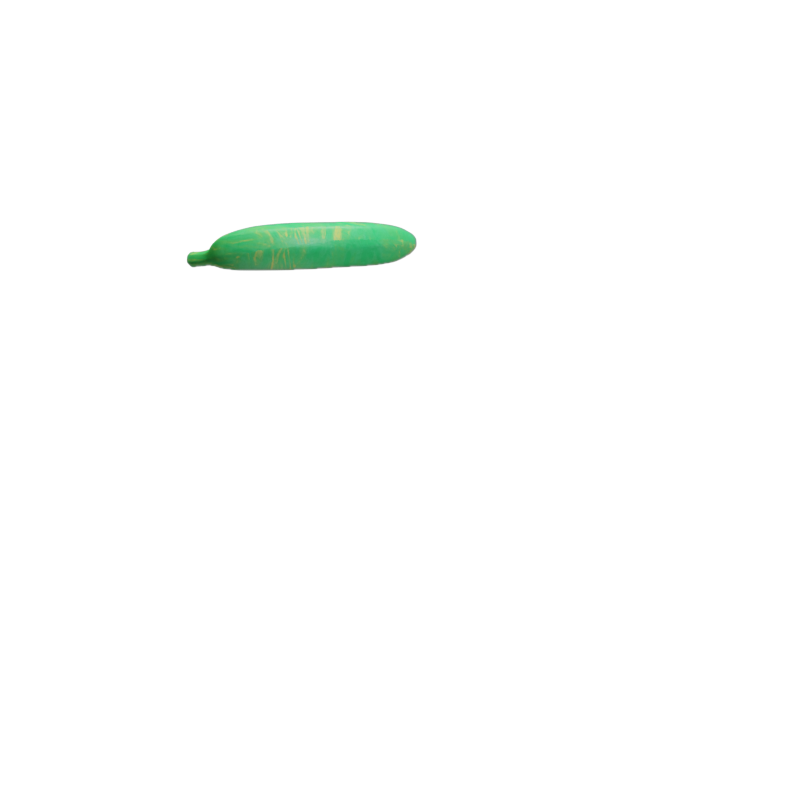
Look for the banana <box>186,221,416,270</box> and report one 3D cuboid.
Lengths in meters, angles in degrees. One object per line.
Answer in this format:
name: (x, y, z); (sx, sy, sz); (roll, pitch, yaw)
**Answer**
banana: (-0.067, -0.124, 0.884); (0.193, 0.036, 0.073); (-5, 13, -21)
